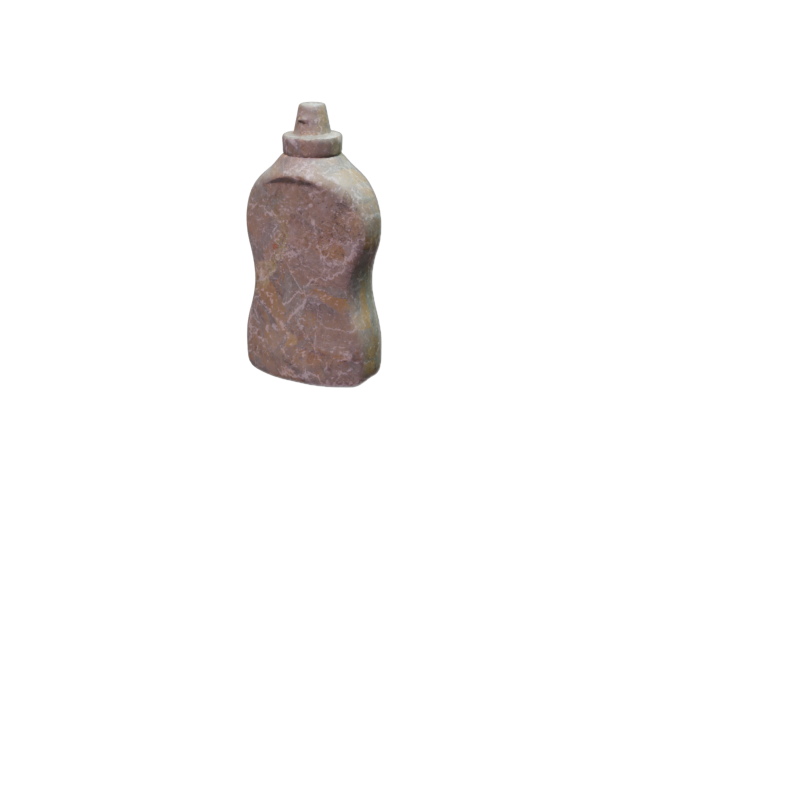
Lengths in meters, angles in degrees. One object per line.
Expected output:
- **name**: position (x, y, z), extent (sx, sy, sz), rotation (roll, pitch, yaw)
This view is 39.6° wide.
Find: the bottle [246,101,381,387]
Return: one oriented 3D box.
- **bottle**: position (-0.060, -0.109, 0.765), extent (0.100, 0.185, 0.058), rotation (10, 18, 29)
